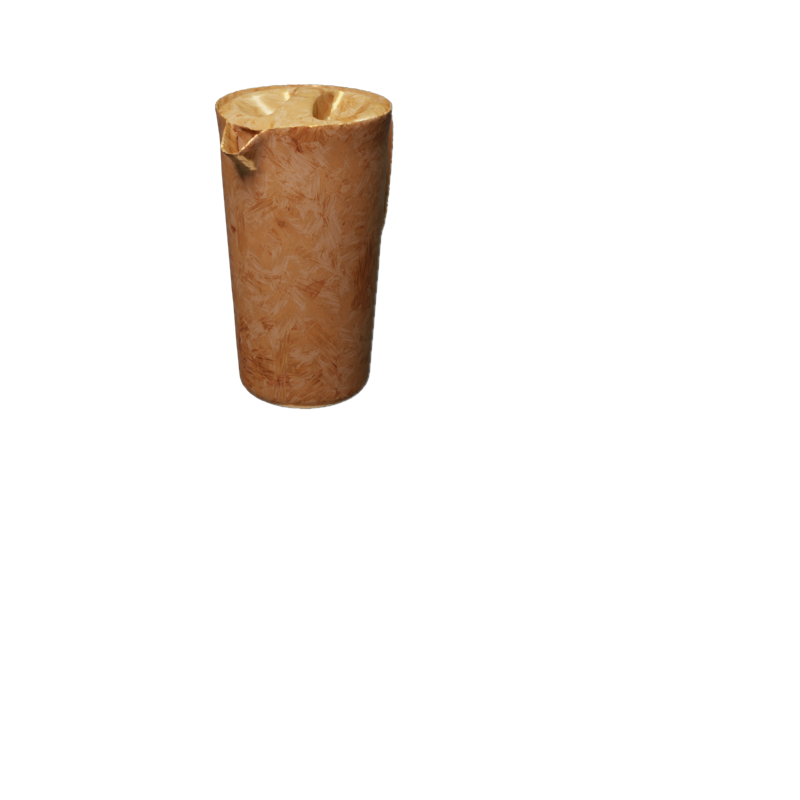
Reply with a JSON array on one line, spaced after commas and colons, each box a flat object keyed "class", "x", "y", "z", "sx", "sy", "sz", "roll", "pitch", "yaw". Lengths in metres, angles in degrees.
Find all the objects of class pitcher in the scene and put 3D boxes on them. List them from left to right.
[{"class": "pitcher", "x": -0.069, "y": -0.126, "z": 0.879, "sx": 0.148, "sy": 0.231, "sz": 0.154, "roll": -3, "pitch": 24, "yaw": -9}]
